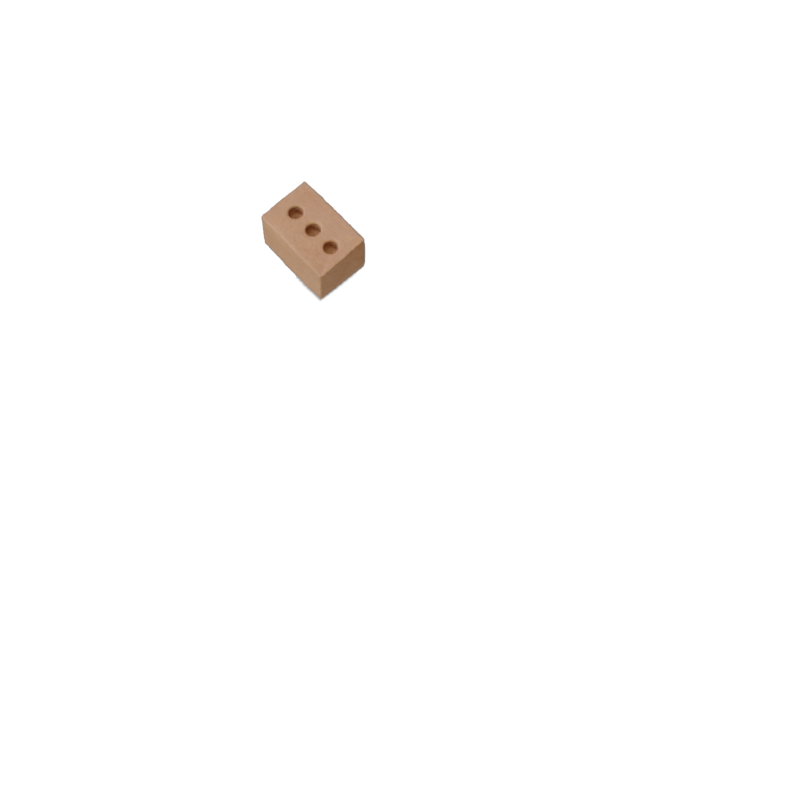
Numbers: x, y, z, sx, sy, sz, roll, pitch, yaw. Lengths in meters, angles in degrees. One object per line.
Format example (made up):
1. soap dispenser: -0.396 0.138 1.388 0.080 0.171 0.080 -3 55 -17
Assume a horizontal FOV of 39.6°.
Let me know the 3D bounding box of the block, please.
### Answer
1. block: -0.074 -0.136 0.950 0.053 0.081 0.049 -41 -16 -16
